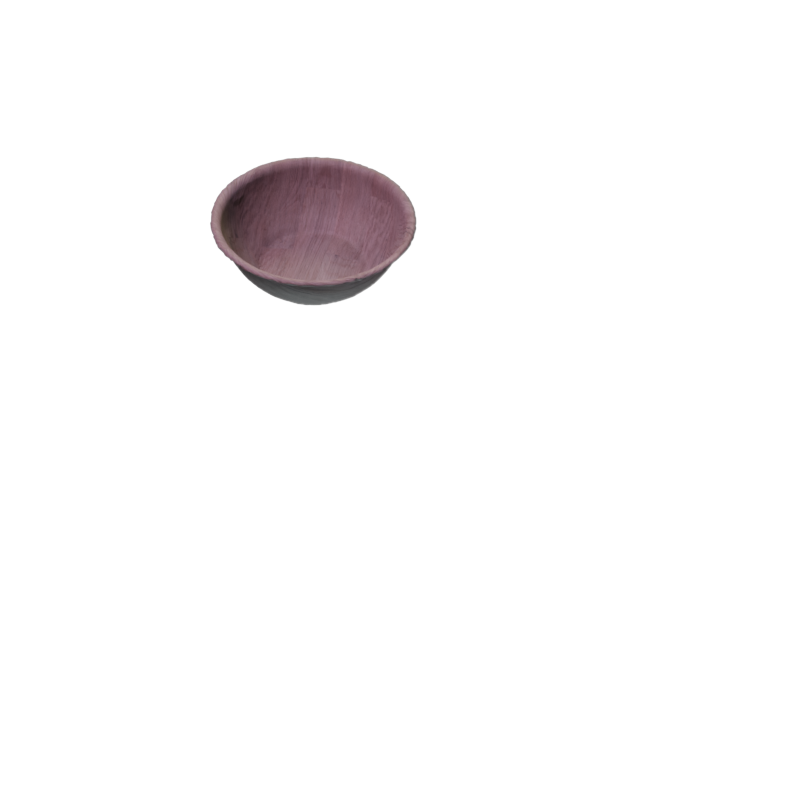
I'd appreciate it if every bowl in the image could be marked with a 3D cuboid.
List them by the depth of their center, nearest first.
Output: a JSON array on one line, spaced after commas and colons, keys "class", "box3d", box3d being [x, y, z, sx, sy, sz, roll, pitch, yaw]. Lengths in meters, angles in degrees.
[{"class": "bowl", "box3d": [-0.069, -0.126, 0.882, 0.162, 0.051, 0.174, -1, 44, -1]}]
